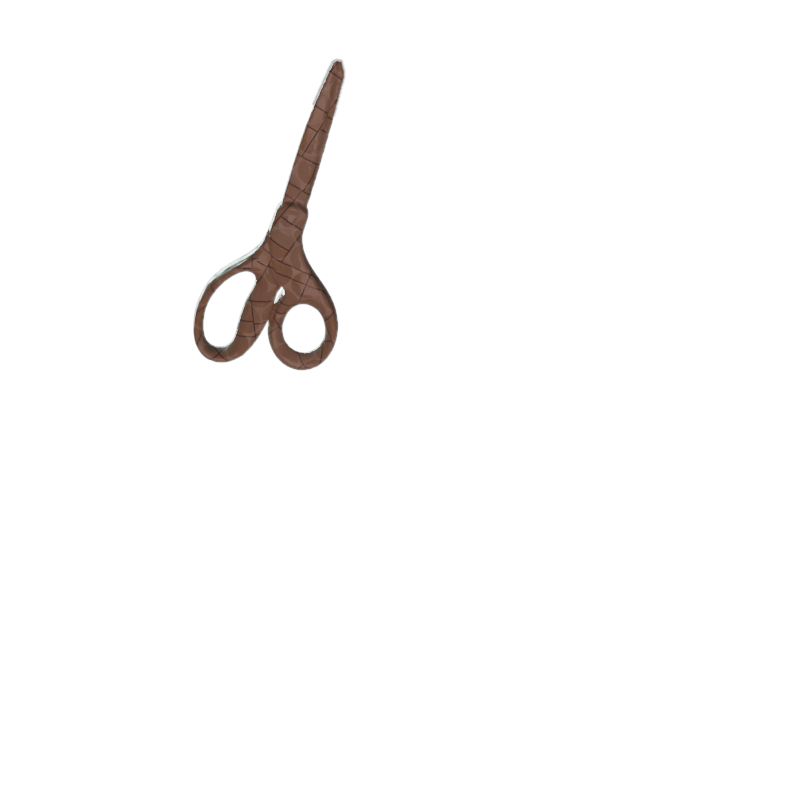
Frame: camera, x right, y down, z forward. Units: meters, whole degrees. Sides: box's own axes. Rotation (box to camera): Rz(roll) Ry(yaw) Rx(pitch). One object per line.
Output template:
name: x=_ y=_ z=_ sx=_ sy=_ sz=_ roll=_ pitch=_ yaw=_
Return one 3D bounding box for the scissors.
scissors: x=-0.051 y=-0.093 z=0.650 sx=0.093 sy=0.197 sz=0.017 roll=31 pitch=24 yaw=-16
